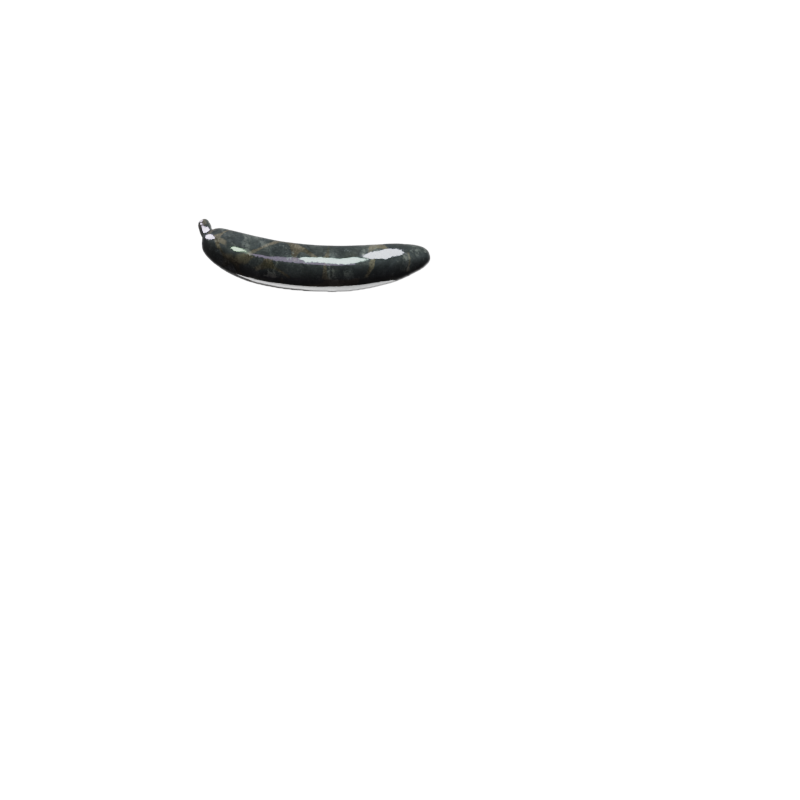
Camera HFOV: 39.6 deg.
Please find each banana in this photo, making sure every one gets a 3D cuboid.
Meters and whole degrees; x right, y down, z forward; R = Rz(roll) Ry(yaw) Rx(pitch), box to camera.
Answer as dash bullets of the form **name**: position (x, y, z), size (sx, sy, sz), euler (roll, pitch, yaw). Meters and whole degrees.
- **banana**: position (-0.078, -0.116, 0.890), size (0.201, 0.034, 0.073), euler (10, 46, 10)
